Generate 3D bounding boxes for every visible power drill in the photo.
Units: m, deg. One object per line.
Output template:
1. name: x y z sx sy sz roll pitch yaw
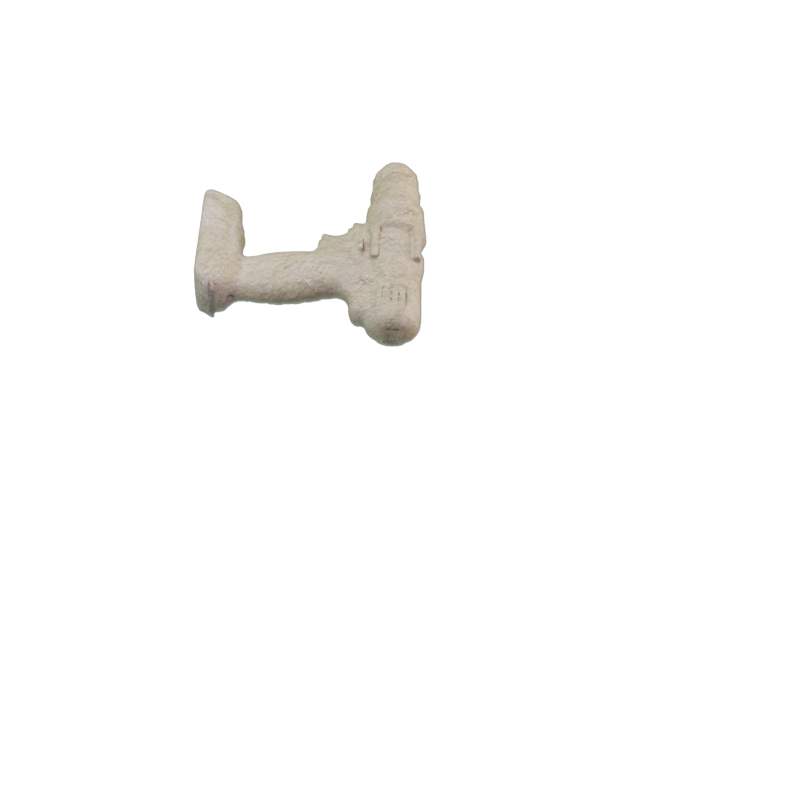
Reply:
1. power drill: -0.072 -0.131 0.920 0.188 0.197 0.053 2 -39 1
